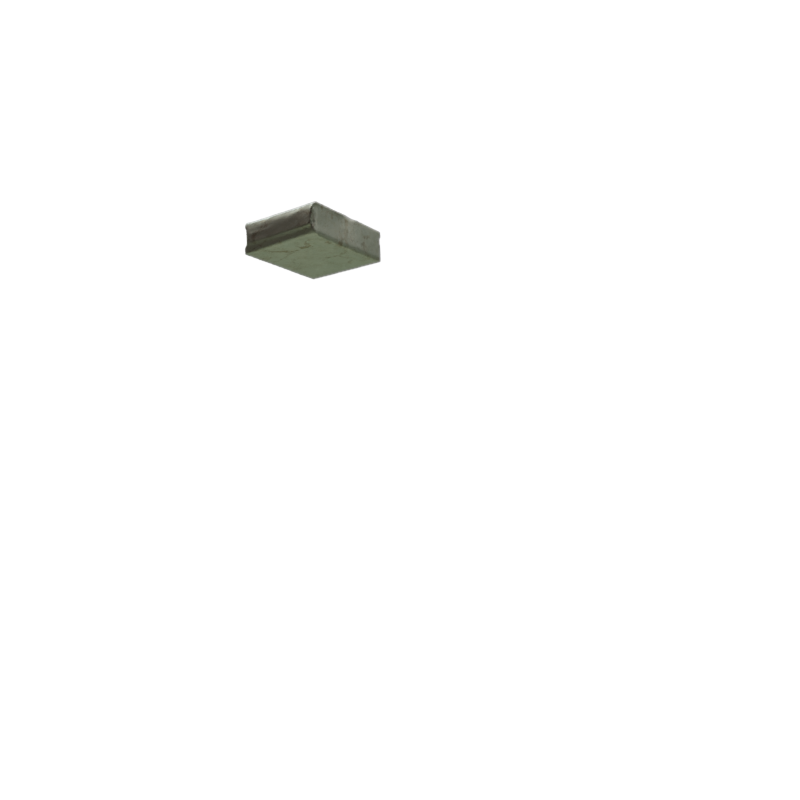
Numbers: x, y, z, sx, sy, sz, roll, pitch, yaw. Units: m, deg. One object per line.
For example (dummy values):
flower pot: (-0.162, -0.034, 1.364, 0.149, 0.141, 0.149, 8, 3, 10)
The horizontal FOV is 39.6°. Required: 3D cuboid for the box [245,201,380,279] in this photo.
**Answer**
box: (-0.070, -0.128, 0.899, 0.074, 0.031, 0.084, -11, -18, 36)
